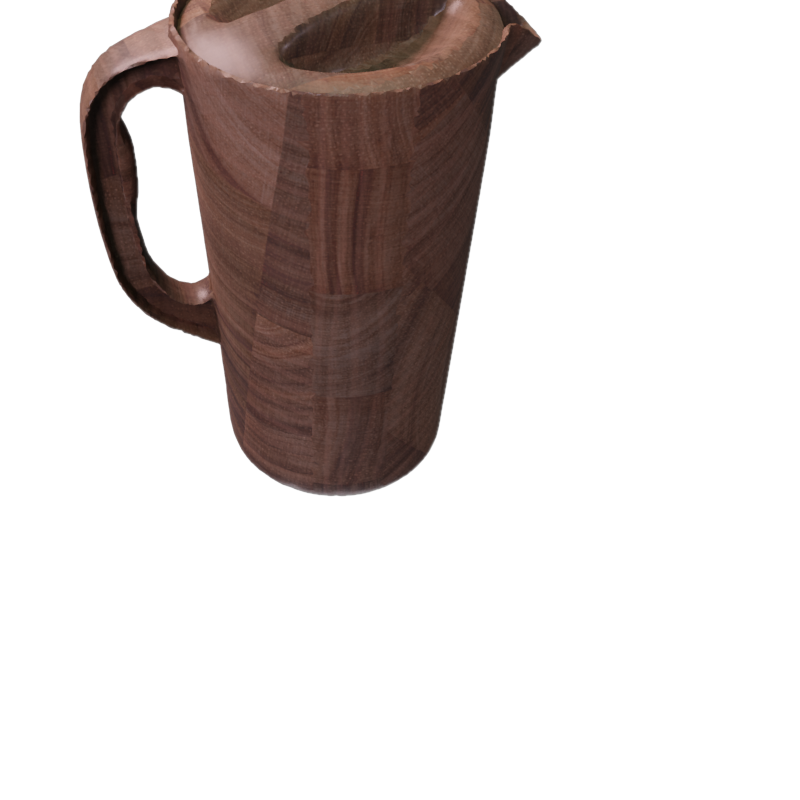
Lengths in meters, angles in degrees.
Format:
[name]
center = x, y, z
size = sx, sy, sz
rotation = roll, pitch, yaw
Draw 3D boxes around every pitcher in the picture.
[pitcher]
center = -0.039, -0.071, 0.500
size = 0.156, 0.227, 0.148
rotation = 23, 45, 21
